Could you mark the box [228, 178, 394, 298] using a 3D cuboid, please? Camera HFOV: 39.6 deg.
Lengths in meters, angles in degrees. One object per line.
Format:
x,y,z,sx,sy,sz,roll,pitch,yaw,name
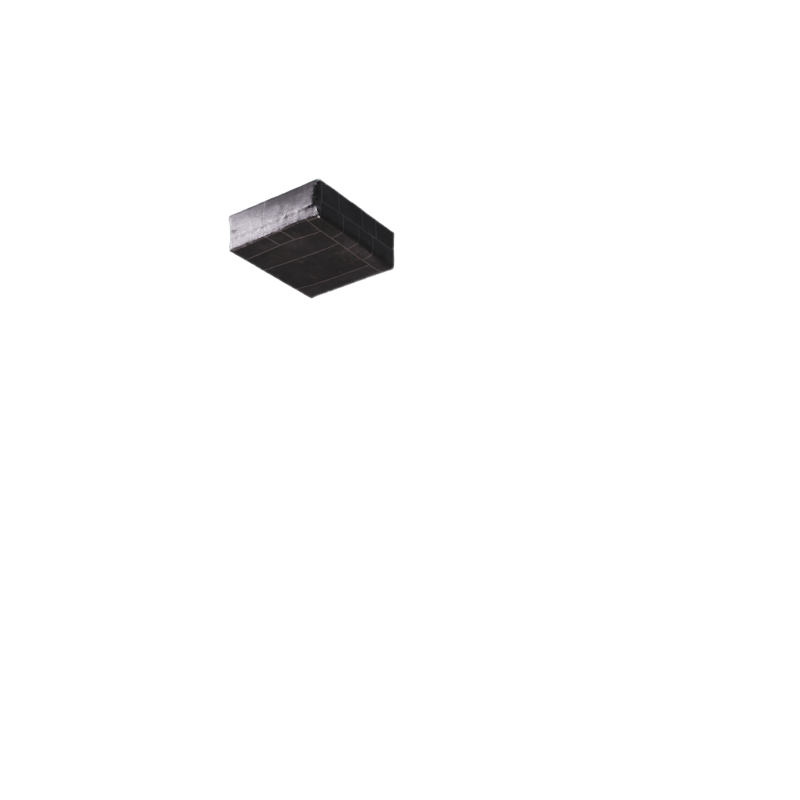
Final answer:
-0.070,-0.128,0.896,0.091,0.041,0.106,-16,-29,30,box
